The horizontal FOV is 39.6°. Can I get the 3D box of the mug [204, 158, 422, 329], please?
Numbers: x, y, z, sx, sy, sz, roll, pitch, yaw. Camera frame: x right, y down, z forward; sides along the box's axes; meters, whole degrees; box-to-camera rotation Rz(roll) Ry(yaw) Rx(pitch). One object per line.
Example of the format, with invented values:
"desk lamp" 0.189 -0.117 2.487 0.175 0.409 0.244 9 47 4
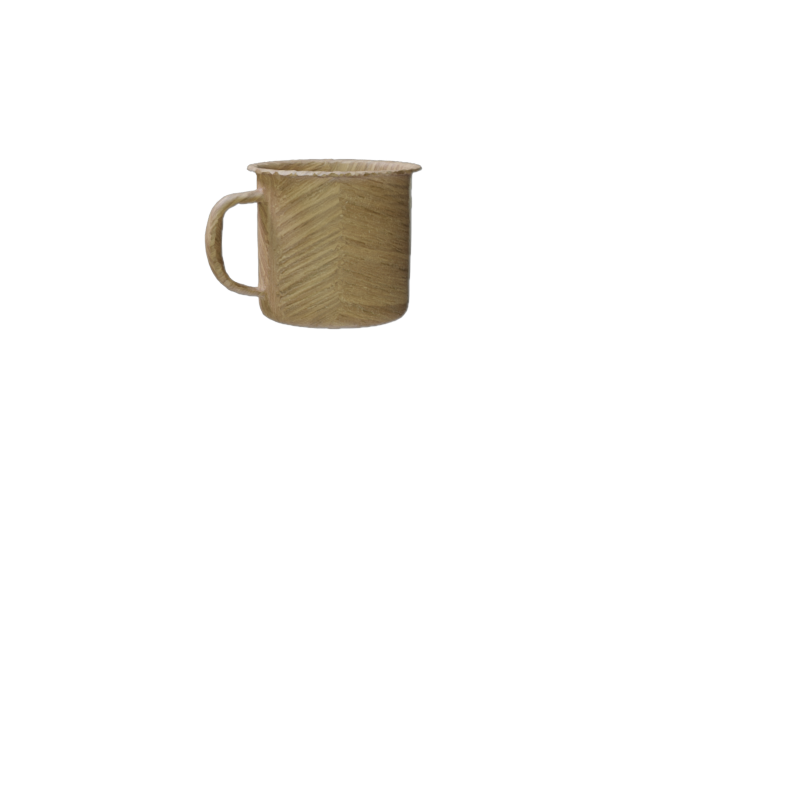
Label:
"mug" -0.046 -0.084 0.589 0.114 0.079 0.098 -6 14 -24
